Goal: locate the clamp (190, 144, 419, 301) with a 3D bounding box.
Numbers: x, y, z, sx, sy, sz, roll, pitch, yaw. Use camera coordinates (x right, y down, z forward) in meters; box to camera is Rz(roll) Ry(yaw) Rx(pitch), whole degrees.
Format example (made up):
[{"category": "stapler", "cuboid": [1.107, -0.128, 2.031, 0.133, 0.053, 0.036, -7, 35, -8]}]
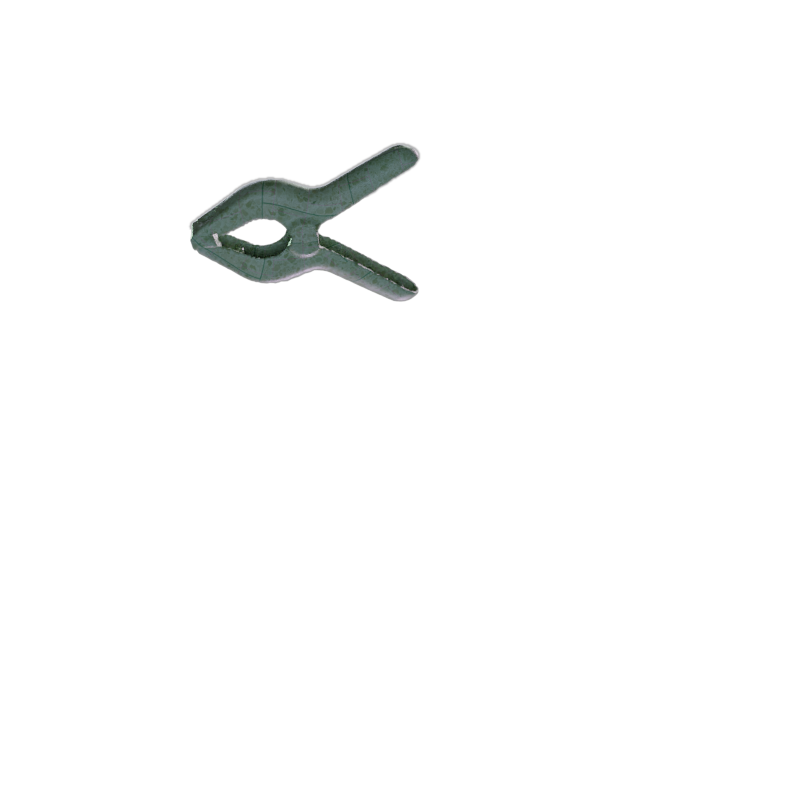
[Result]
[{"category": "clamp", "cuboid": [-0.063, -0.115, 0.805, 0.172, 0.114, 0.041, -9, 20, 3]}]
